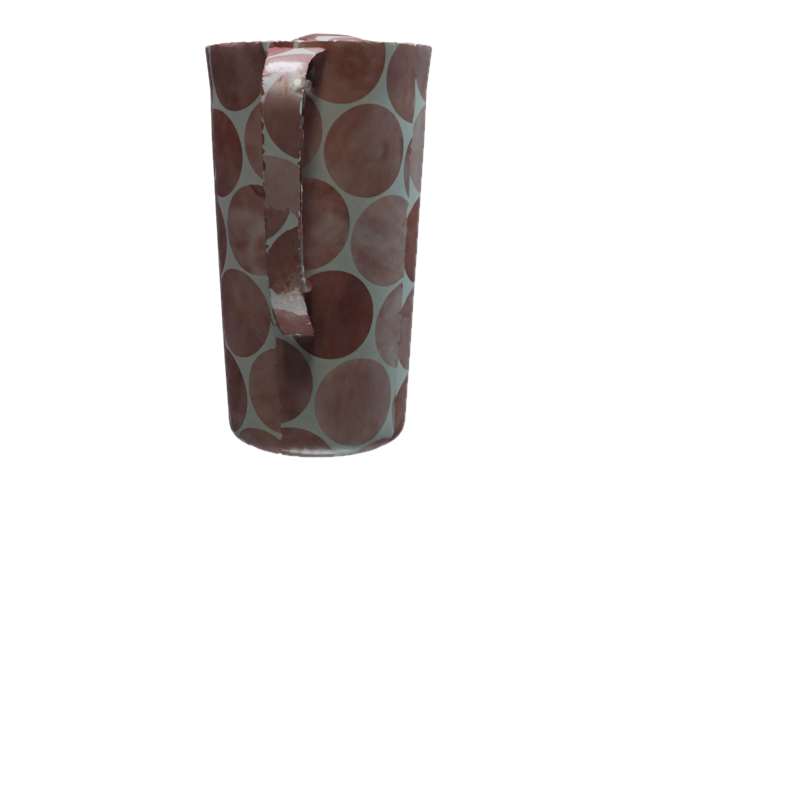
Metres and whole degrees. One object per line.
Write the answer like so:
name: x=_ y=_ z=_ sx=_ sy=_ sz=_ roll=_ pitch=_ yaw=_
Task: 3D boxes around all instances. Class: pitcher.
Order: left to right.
pitcher: x=-0.051 y=-0.094 z=0.656 sx=0.144 sy=0.239 sz=0.152 roll=-6 pitch=10 yaw=-38
